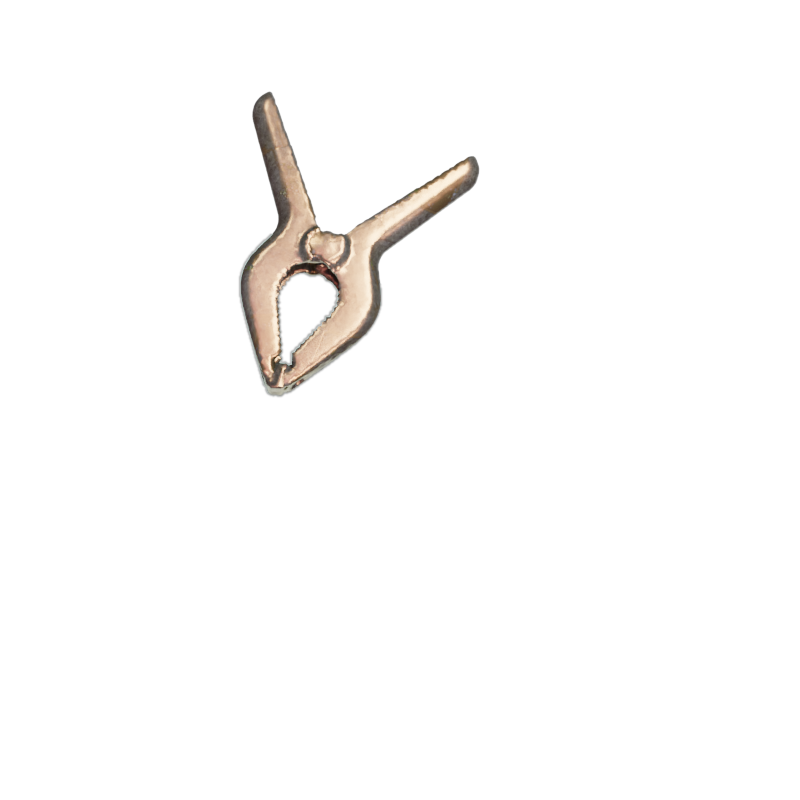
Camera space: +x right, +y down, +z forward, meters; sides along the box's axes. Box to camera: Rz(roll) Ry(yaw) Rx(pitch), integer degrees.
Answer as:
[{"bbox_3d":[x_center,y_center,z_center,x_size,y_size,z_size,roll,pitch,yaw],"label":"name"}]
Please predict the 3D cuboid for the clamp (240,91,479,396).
[{"bbox_3d":[-0.059,-0.107,0.753,0.168,0.216,0.035,23,-18,8],"label":"clamp"}]
